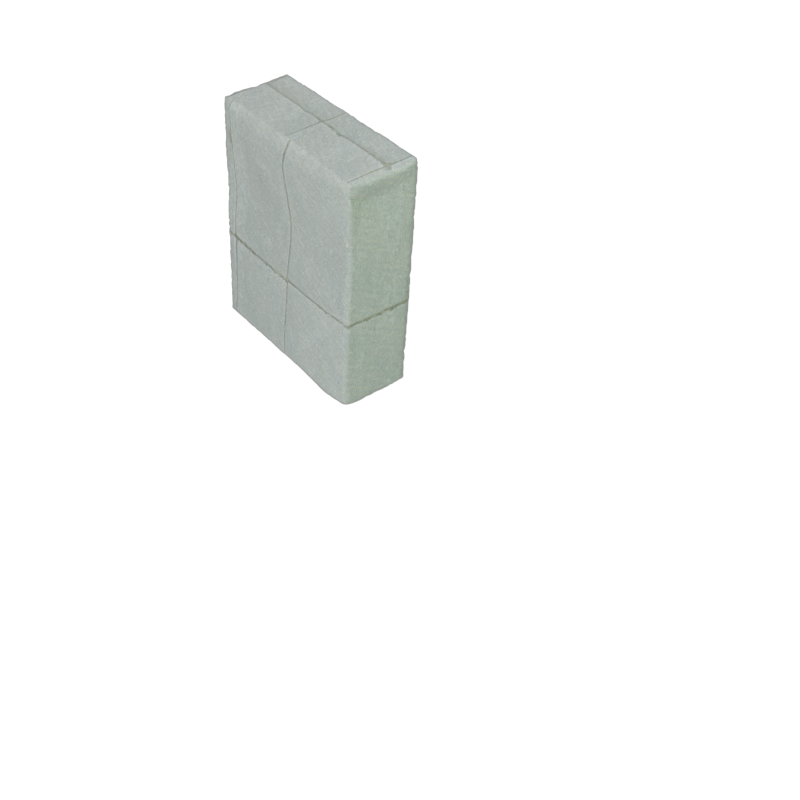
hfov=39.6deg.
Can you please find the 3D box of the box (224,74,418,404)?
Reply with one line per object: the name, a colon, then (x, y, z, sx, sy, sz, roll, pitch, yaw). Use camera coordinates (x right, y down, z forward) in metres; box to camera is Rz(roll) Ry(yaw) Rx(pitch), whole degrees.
box: (-0.069, -0.126, 0.883, 0.071, 0.200, 0.176, -25, 47, -30)
